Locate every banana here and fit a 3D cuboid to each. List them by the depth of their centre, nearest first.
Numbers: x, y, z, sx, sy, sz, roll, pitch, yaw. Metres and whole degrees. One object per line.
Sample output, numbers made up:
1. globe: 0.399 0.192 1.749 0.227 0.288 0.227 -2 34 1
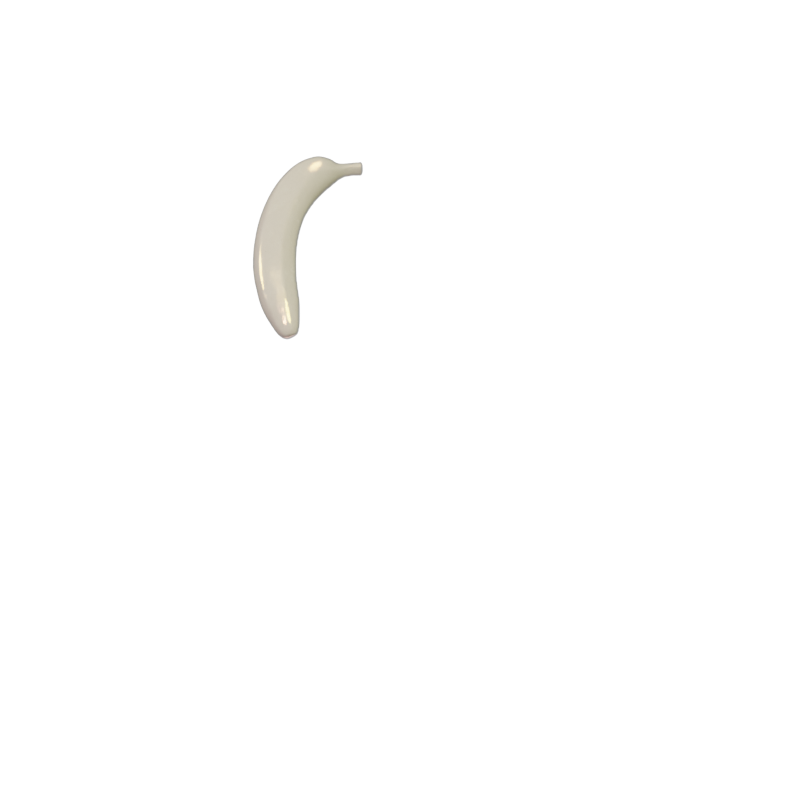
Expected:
1. banana: -0.093 -0.148 0.978 0.071 0.207 0.034 15 -29 7
